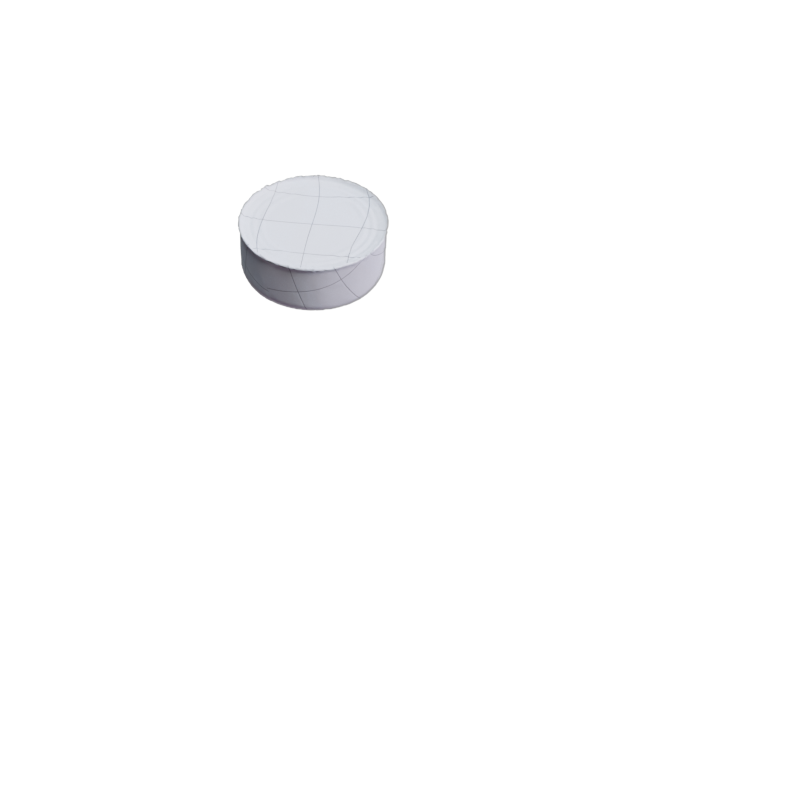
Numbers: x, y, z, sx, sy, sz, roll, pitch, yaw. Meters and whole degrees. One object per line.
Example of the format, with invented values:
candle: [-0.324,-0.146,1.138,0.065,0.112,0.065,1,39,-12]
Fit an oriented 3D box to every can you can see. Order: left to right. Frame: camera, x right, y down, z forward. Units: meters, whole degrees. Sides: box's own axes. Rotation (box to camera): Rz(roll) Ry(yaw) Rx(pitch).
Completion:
can: [-0.050,-0.091,0.641,0.086,0.031,0.092,-1,44,-1]
